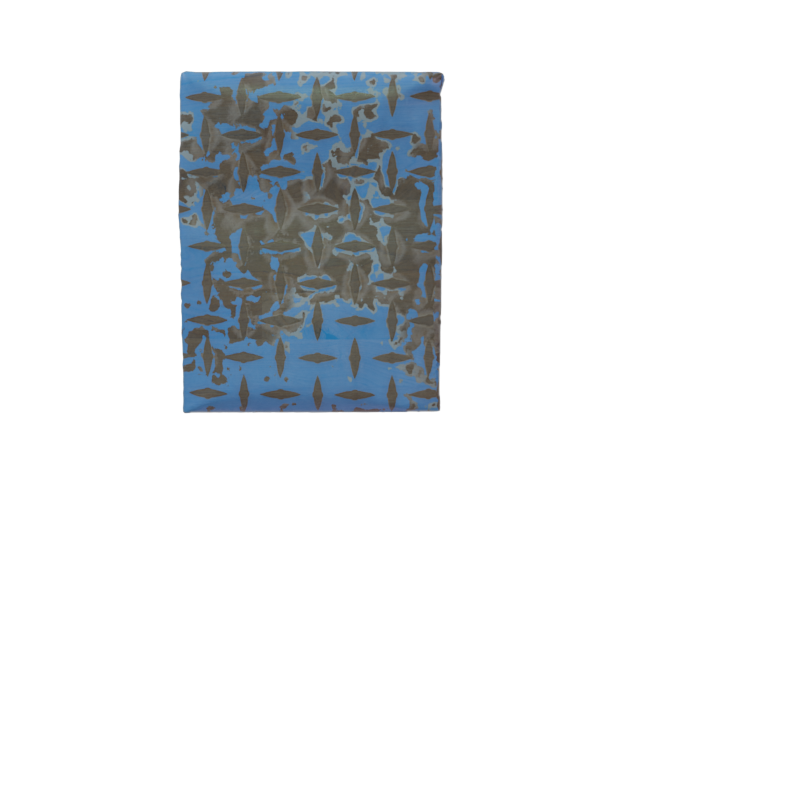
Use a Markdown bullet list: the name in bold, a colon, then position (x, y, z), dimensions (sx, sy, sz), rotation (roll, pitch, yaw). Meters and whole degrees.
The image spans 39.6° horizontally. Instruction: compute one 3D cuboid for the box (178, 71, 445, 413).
- **box**: position (-0.055, -0.101, 0.705), dimensions (0.165, 0.211, 0.073), rotation (1, 6, 2)
